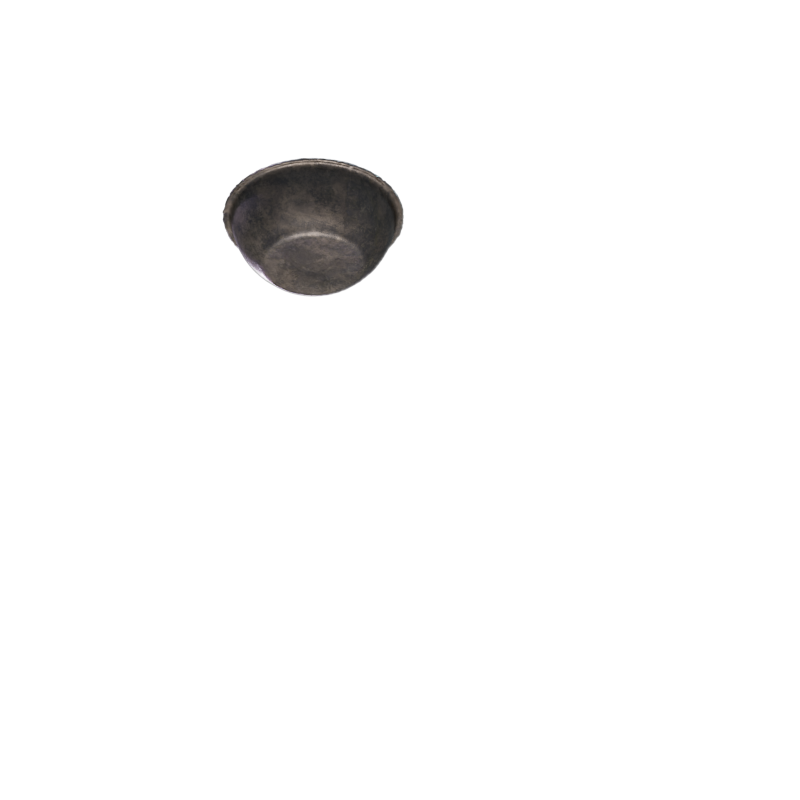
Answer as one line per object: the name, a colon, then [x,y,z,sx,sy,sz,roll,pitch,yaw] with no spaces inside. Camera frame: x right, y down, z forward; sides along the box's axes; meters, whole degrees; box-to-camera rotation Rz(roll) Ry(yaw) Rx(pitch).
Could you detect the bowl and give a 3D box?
bowl: [-0.076,-0.139,0.976,0.162,0.059,0.152,1,-33,-2]
